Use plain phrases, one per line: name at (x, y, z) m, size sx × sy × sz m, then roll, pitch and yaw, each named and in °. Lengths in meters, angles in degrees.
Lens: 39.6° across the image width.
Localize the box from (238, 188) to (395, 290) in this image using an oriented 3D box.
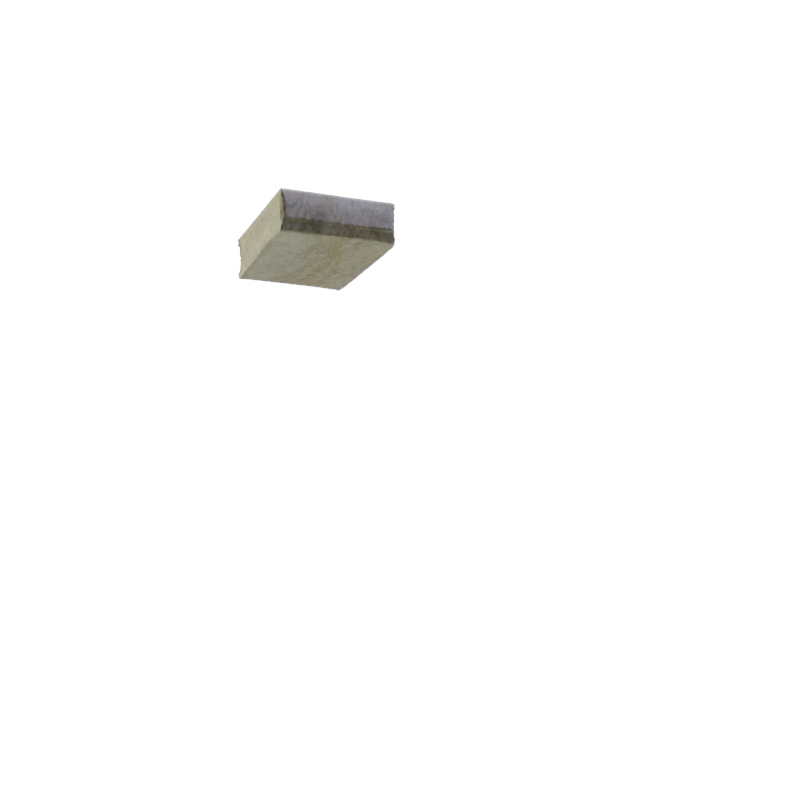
box at (-0.066, -0.120, 0.843) m, size 0.087 × 0.041 × 0.112 m, roll 7°, pitch -18°, yaw -22°
